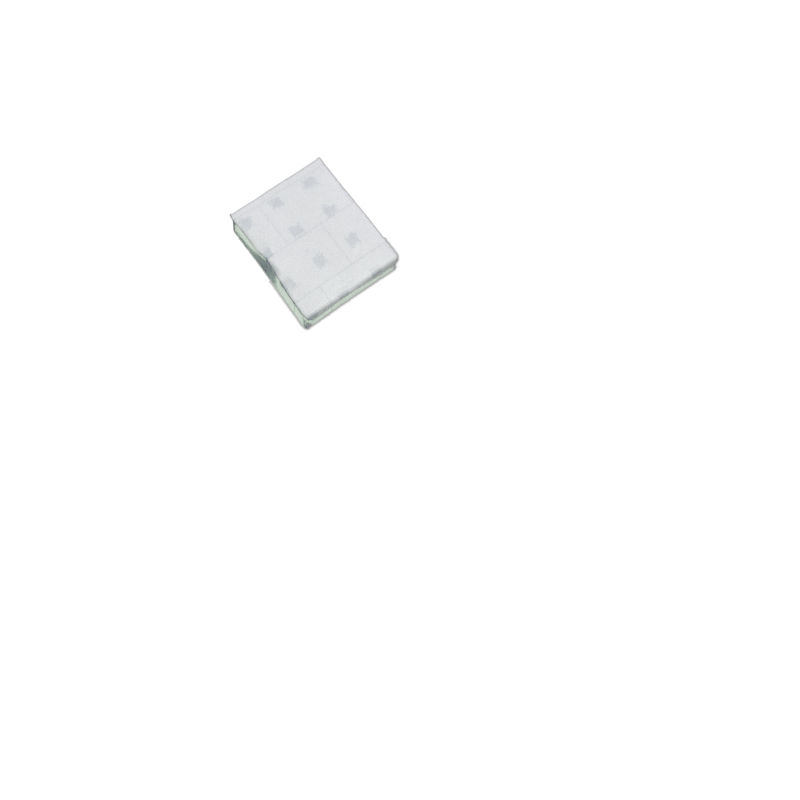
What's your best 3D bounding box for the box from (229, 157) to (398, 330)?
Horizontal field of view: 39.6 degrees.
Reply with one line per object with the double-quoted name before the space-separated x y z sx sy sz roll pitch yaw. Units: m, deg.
"box" -0.057 -0.103 0.721 0.073 0.093 0.029 -34 -16 -11
